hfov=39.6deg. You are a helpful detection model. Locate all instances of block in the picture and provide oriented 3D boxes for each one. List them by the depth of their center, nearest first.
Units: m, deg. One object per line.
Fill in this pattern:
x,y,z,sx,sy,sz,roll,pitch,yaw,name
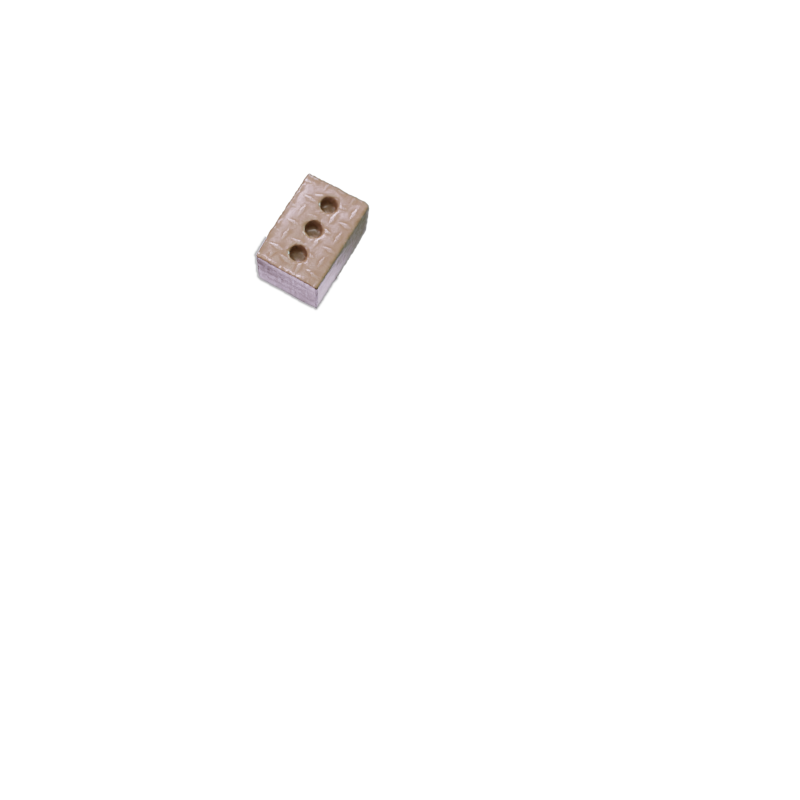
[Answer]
-0.064,-0.117,0.817,0.054,0.080,0.049,28,-18,7,block
